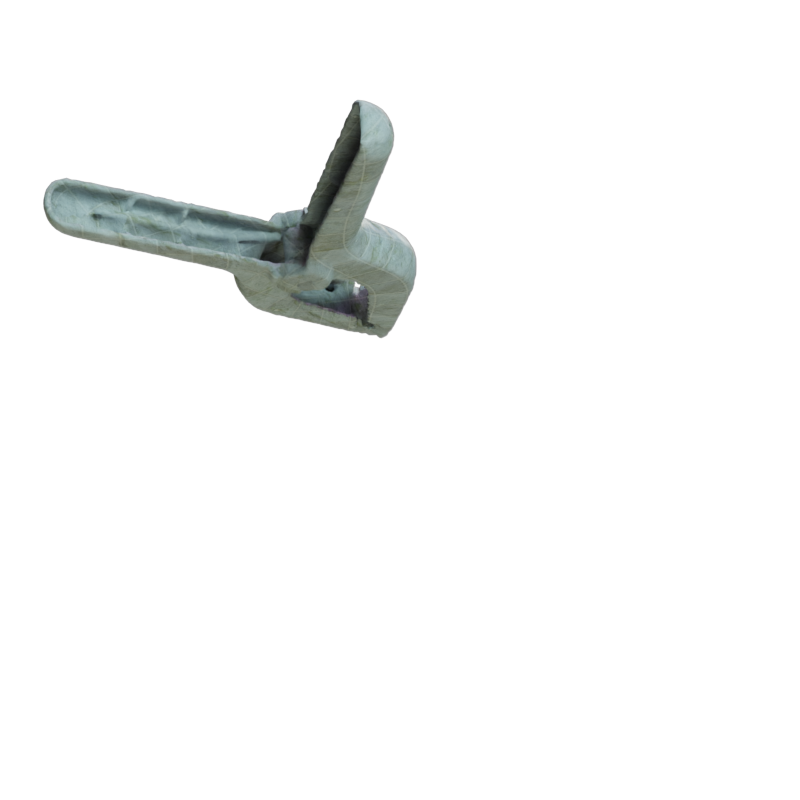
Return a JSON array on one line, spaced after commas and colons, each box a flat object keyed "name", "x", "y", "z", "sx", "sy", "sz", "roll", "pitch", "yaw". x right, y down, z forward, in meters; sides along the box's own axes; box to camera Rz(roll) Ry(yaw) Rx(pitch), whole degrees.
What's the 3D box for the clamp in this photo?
[{"name": "clamp", "x": -0.042, "y": -0.076, "z": 0.536, "sx": 0.168, "sy": 0.038, "sz": 0.196, "roll": -10, "pitch": -20, "yaw": 28}]
